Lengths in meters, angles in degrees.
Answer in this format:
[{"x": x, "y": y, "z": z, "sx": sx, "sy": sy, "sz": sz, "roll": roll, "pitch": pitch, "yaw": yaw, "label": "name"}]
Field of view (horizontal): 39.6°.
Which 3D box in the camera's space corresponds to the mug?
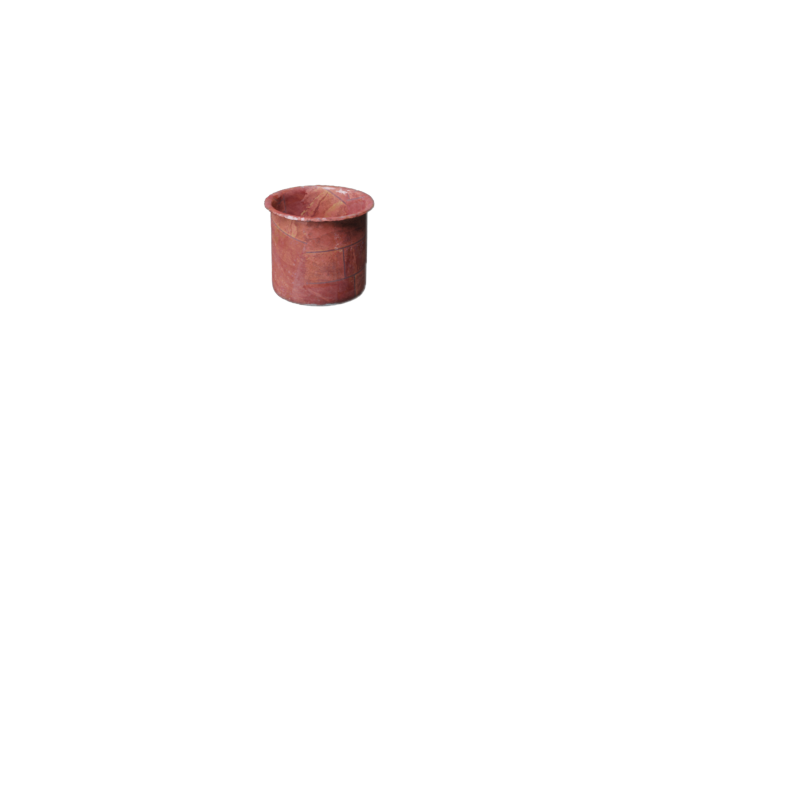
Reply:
[{"x": -0.075, "y": -0.136, "z": 0.953, "sx": 0.091, "sy": 0.078, "sz": 0.125, "roll": -11, "pitch": 28, "yaw": -25, "label": "mug"}]
